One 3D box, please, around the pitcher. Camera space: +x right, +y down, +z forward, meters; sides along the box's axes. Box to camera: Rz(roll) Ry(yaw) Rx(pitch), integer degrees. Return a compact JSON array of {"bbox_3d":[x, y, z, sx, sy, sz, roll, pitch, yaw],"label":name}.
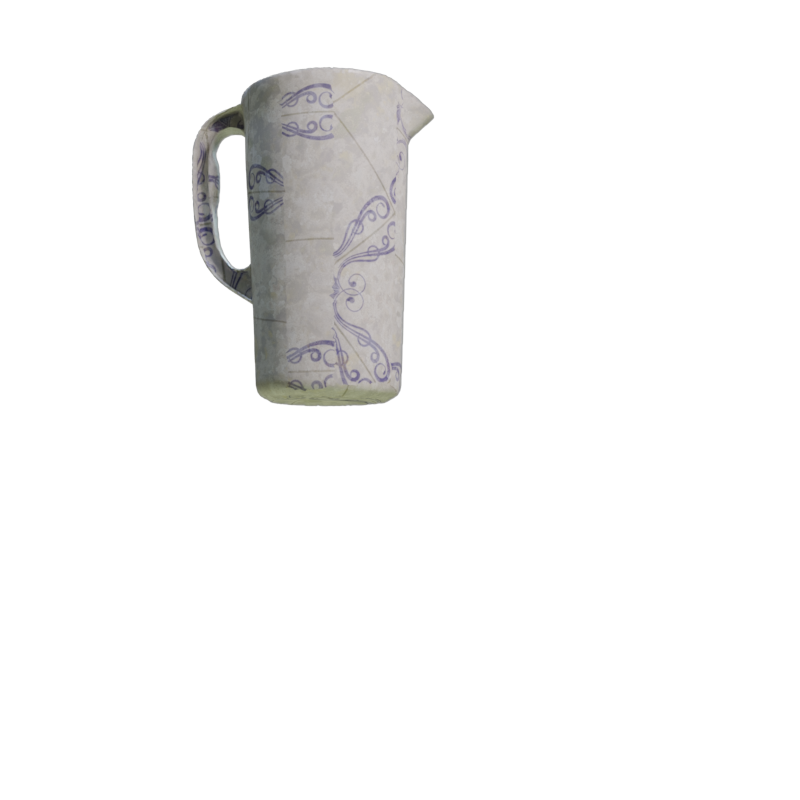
[{"bbox_3d":[-0.066,-0.121,0.845,0.138,0.250,0.152,8,-13,-39],"label":"pitcher"}]
